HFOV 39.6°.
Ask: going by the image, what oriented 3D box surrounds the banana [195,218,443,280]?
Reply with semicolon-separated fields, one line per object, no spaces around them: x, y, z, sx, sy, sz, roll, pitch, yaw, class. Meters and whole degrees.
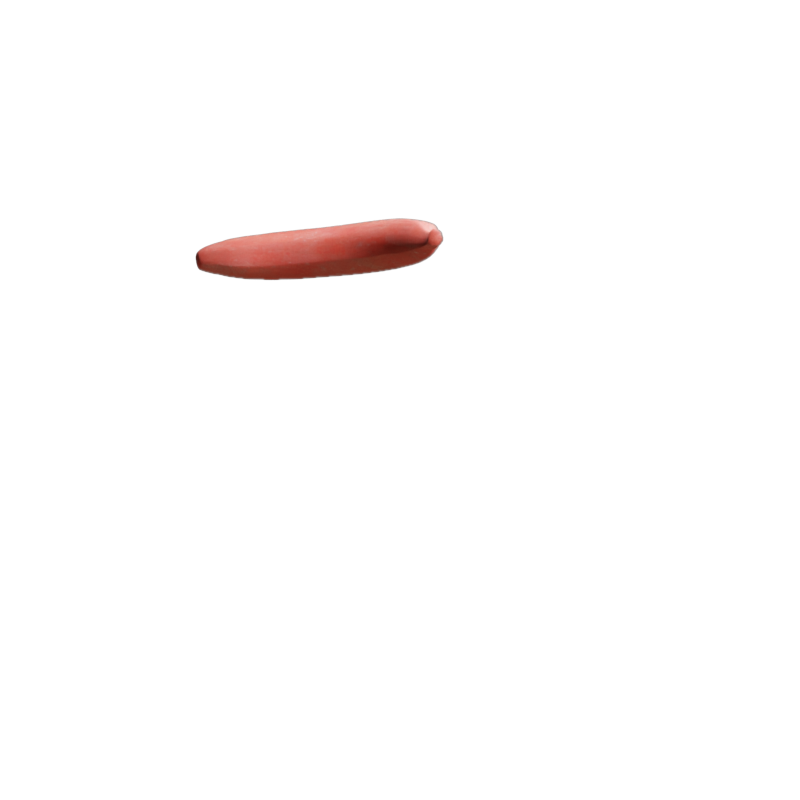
-0.051;-0.112;0.810;0.203;0.038;0.066;-4;-9;26;banana
